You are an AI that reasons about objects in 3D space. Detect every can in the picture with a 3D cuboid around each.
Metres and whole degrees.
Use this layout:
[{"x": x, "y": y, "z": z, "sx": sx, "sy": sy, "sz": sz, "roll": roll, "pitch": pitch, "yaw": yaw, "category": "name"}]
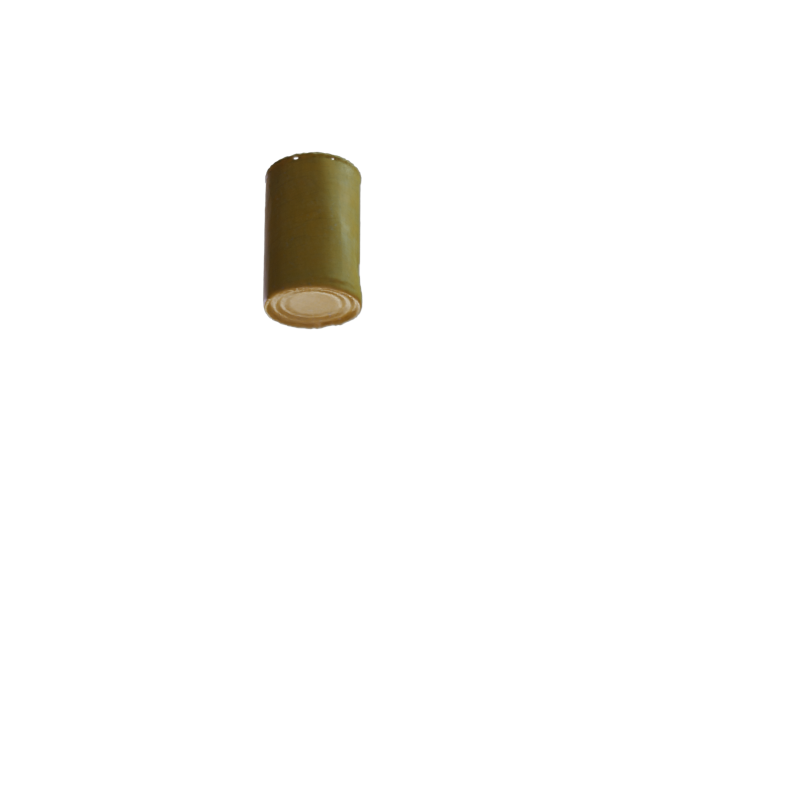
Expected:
[{"x": -0.059, "y": -0.108, "z": 0.754, "sx": 0.068, "sy": 0.108, "sz": 0.065, "roll": 0, "pitch": -26, "yaw": -2, "category": "can"}]
